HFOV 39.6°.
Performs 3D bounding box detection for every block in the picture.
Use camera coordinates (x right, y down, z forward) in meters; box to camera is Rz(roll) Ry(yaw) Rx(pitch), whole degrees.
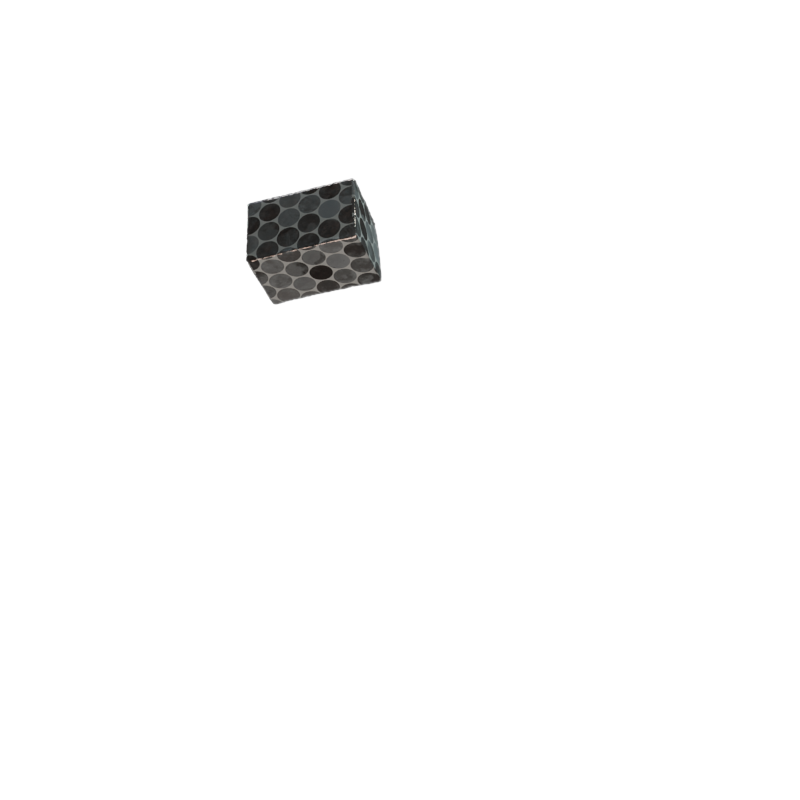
[{"bbox_3d":[-0.058,-0.105,0.735,0.079,0.055,0.049,-11,-37,13],"label":"block"}]
